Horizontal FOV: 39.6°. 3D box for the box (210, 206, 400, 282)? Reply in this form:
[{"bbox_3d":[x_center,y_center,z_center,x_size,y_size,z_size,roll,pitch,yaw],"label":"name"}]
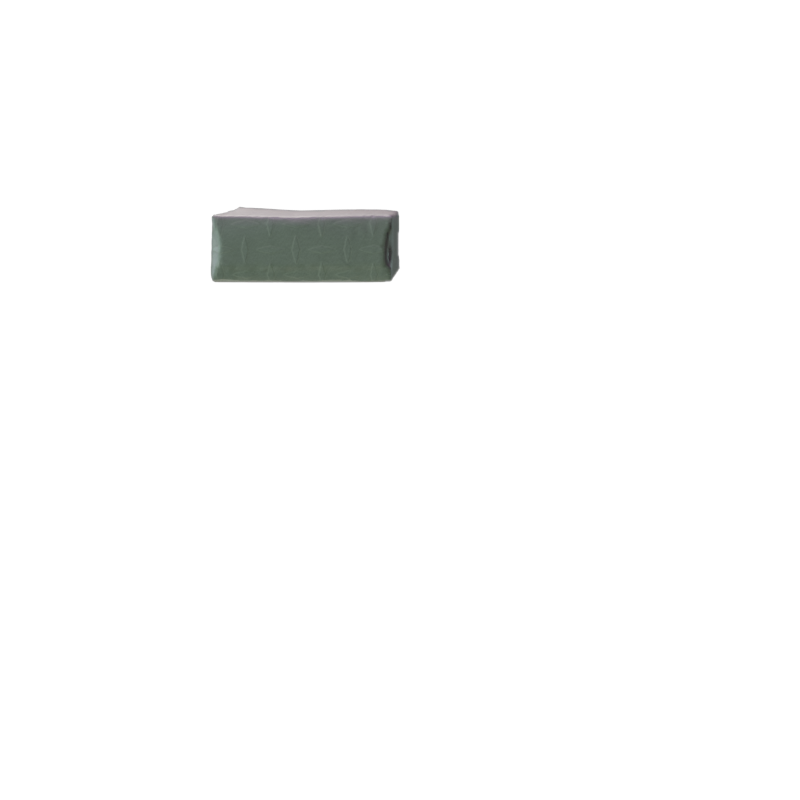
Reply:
[{"bbox_3d":[-0.038,-0.069,0.480,0.074,0.030,0.090,1,10,4],"label":"box"}]
